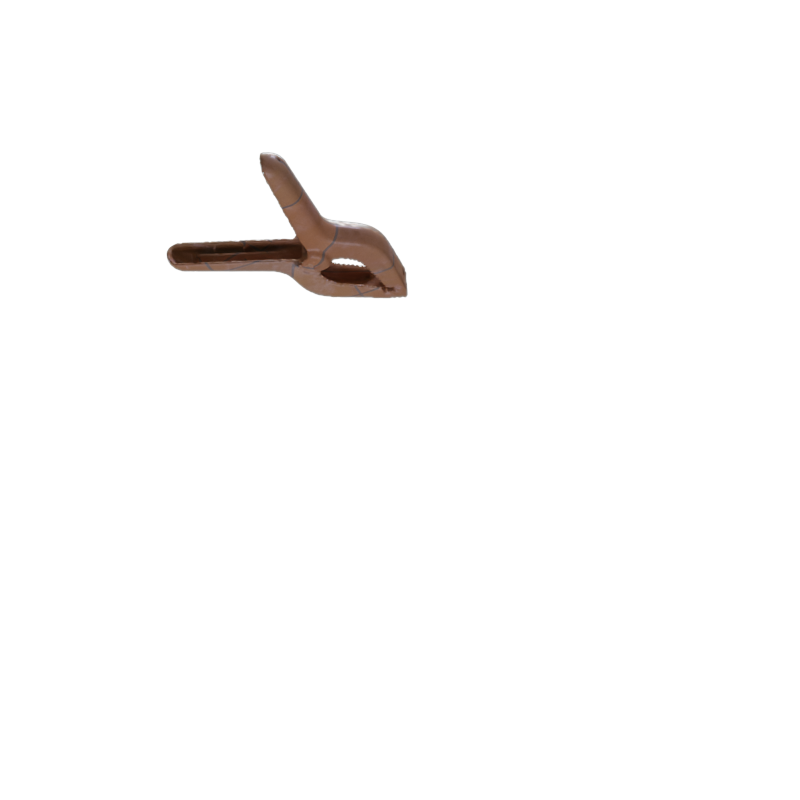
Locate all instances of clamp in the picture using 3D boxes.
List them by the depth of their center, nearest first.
[{"bbox_3d":[-0.074,-0.136,0.950,0.201,0.039,0.161,15,-33,-25],"label":"clamp"}]
